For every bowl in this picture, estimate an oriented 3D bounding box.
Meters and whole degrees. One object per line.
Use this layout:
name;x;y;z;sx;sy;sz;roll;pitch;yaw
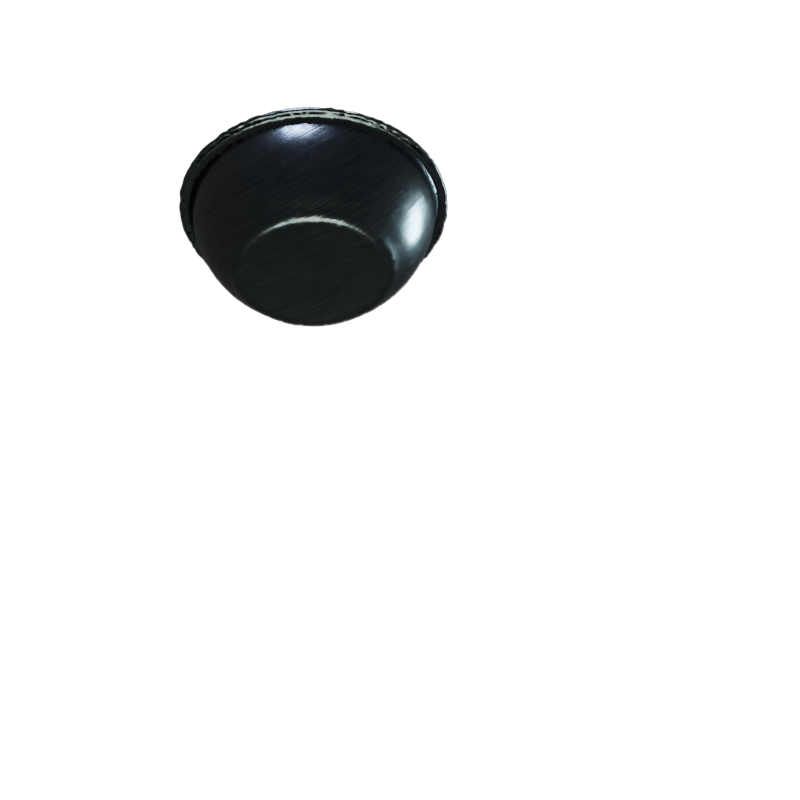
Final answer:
bowl;-0.051;-0.093;0.651;0.162;0.059;0.151;1;-40;-1
